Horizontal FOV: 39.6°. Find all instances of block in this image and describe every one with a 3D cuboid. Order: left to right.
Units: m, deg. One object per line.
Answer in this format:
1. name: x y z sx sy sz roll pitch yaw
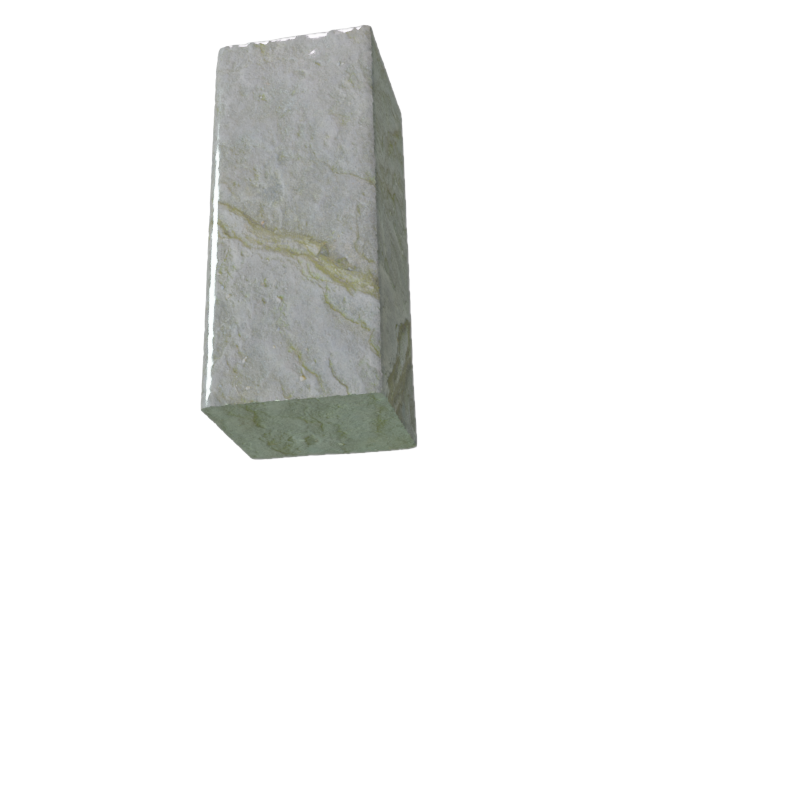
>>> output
1. block: -0.046 -0.084 0.586 0.091 0.218 0.085 -7 -25 10
